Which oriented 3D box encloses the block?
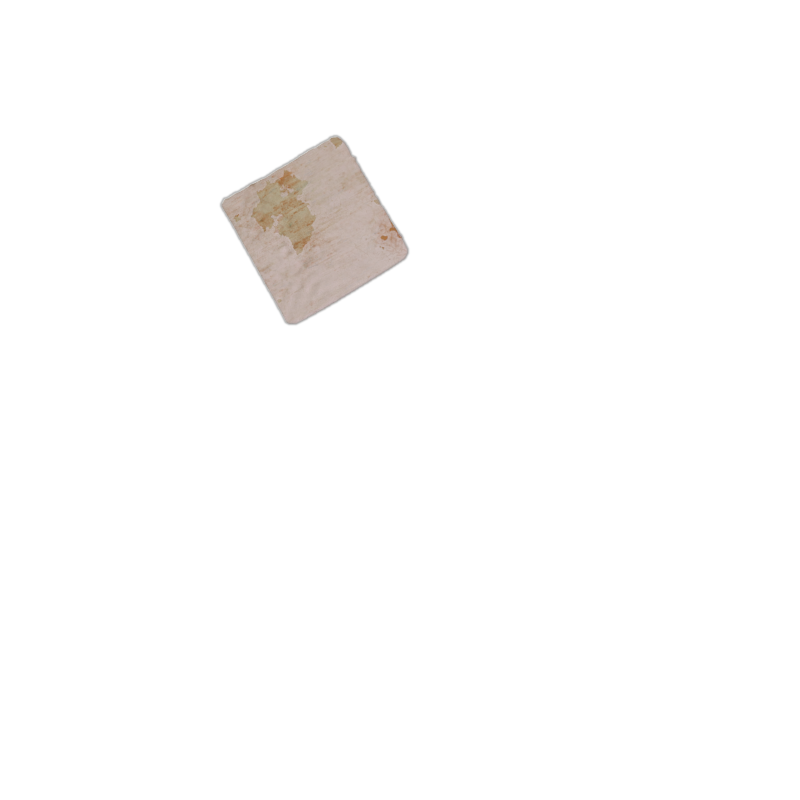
[{"bbox_3d":[-0.061,-0.113,0.788,0.090,0.091,0.206,-30,4,-2],"label":"block"}]
